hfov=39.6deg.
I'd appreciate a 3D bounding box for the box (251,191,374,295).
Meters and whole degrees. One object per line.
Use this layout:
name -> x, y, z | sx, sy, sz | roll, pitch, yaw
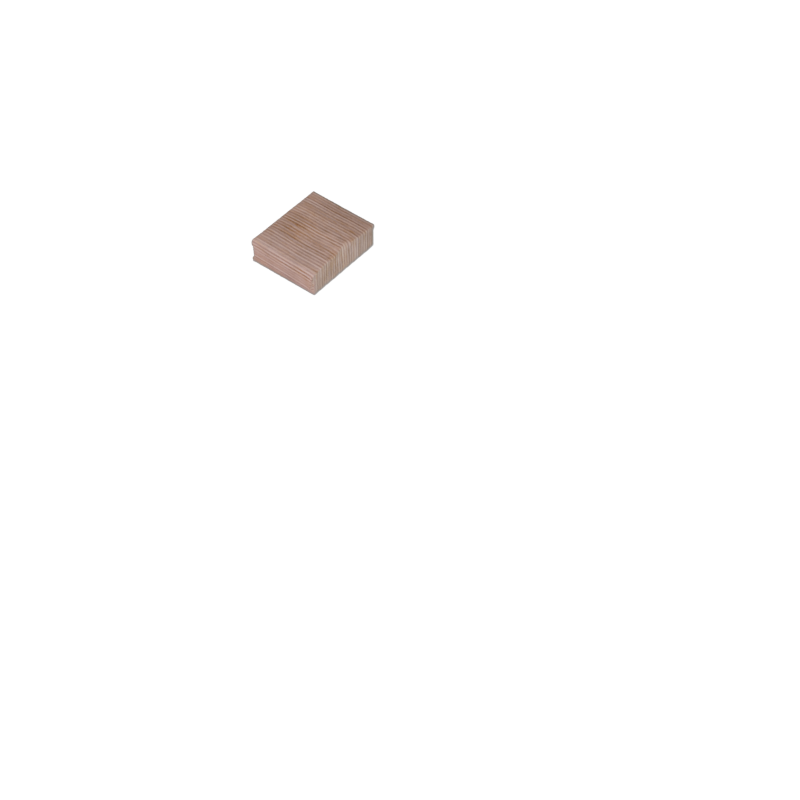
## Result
box -> -0.078, -0.142, 0.999 | 0.077, 0.028, 0.091 | 30, 53, 25
